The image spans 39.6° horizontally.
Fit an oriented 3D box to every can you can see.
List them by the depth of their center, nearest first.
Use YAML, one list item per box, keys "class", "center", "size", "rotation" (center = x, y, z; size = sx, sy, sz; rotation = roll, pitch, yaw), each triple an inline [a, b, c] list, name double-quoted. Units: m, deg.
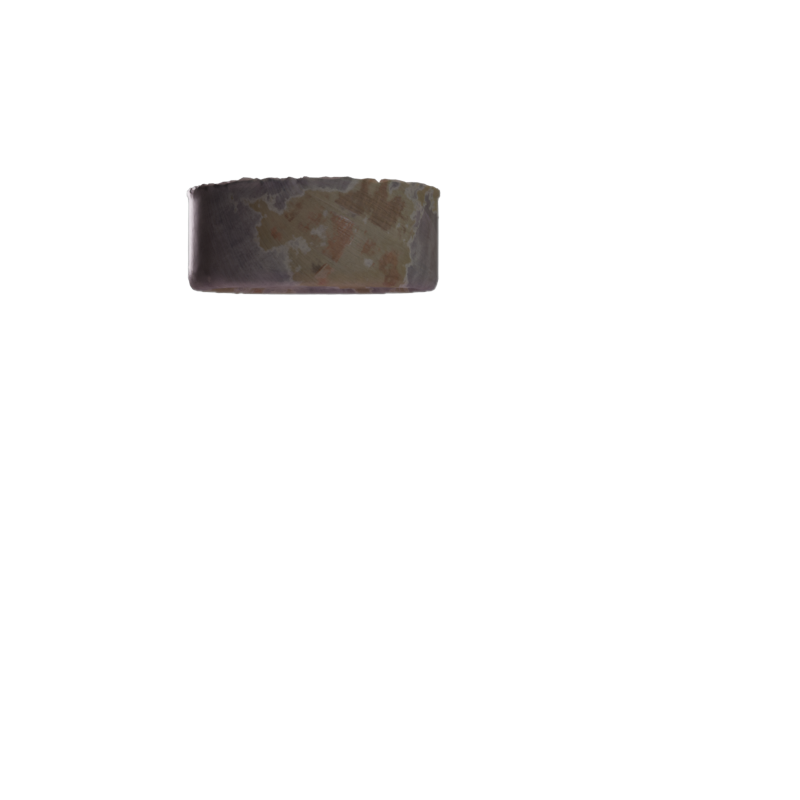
- class: "can"
  center: [-0.029, -0.053, 0.375]
  size: [0.086, 0.034, 0.086]
  rotation: [0, 2, -2]
